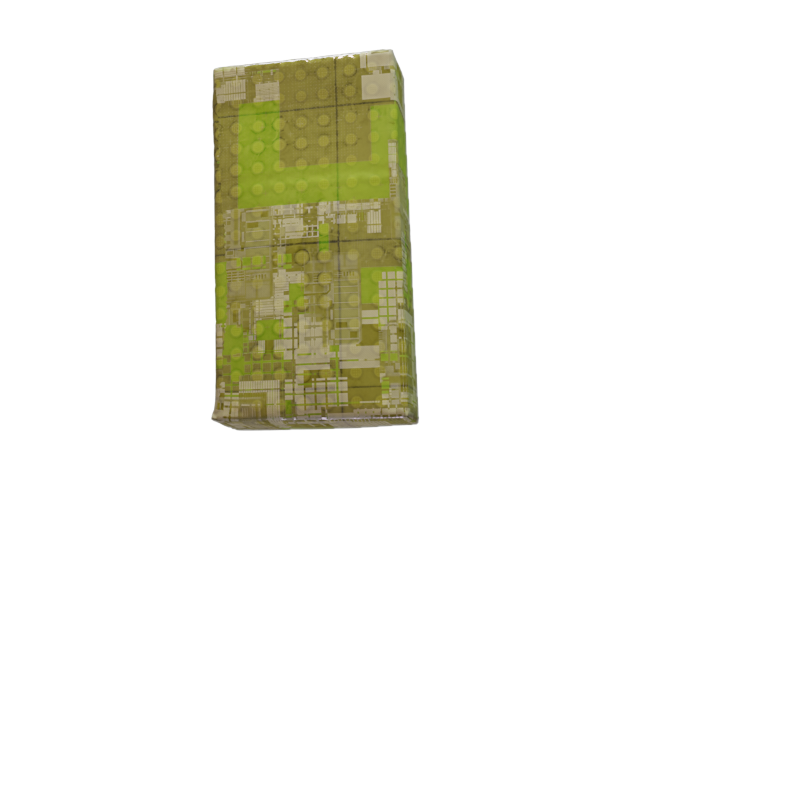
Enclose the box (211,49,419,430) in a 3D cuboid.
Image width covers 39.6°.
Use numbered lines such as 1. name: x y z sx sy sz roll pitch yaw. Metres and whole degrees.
1. box: -0.042 -0.076 0.535 0.095 0.183 0.046 -4 -15 11
